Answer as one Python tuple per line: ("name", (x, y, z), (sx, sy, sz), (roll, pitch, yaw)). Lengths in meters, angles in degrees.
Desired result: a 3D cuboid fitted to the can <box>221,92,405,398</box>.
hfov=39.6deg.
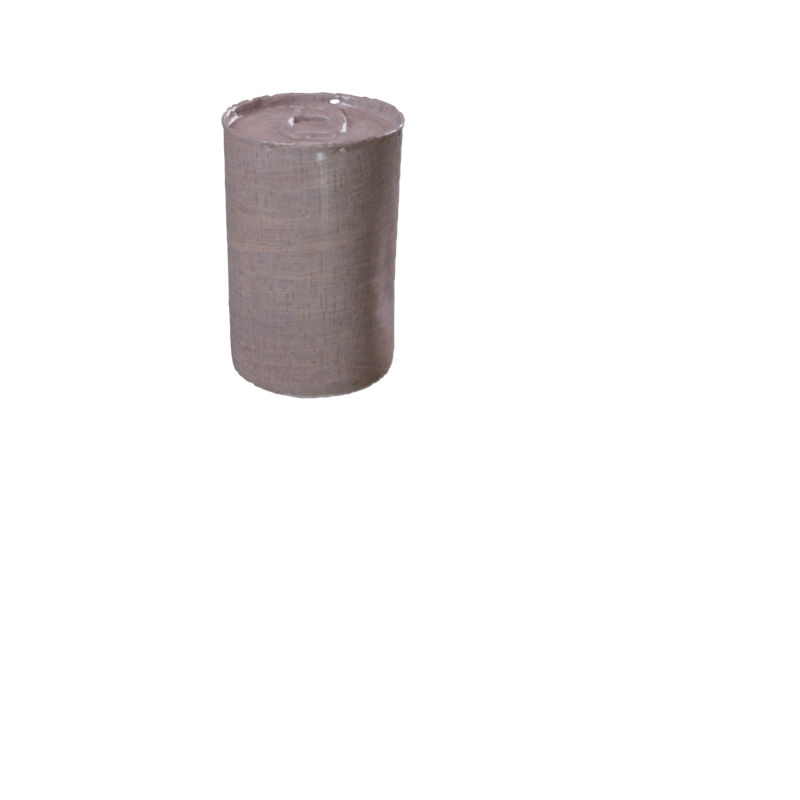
("can", (-0.034, -0.061, 0.429), (0.068, 0.097, 0.072), (0, 26, -2))
